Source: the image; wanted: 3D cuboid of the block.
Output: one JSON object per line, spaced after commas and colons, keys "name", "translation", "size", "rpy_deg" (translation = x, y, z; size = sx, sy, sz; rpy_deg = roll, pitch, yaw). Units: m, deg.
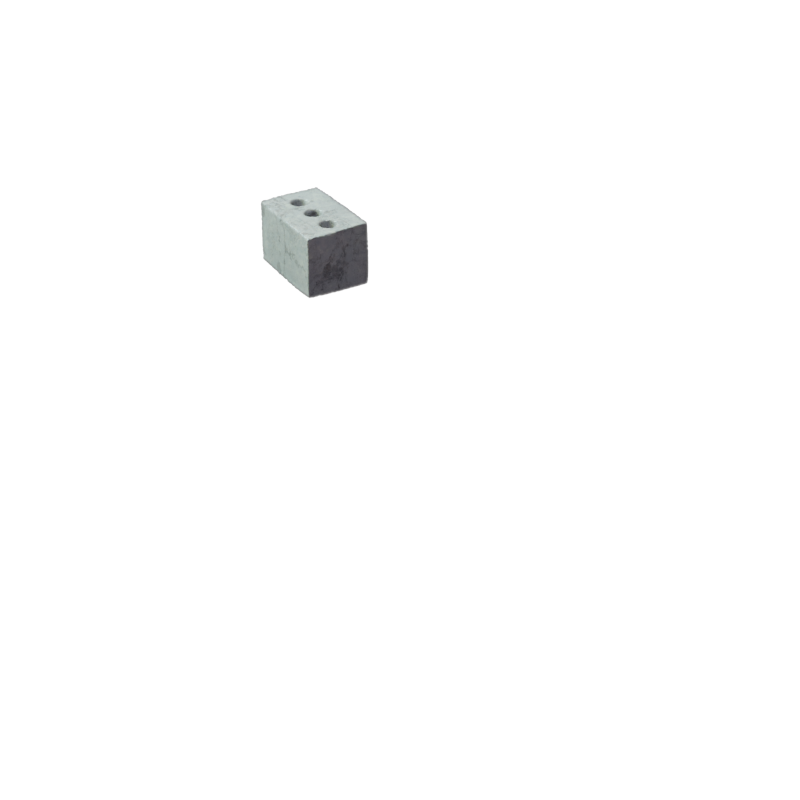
{"name": "block", "translation": [-0.066, -0.121, 0.849], "size": [0.052, 0.048, 0.084], "rpy_deg": [-17, 36, -28]}
